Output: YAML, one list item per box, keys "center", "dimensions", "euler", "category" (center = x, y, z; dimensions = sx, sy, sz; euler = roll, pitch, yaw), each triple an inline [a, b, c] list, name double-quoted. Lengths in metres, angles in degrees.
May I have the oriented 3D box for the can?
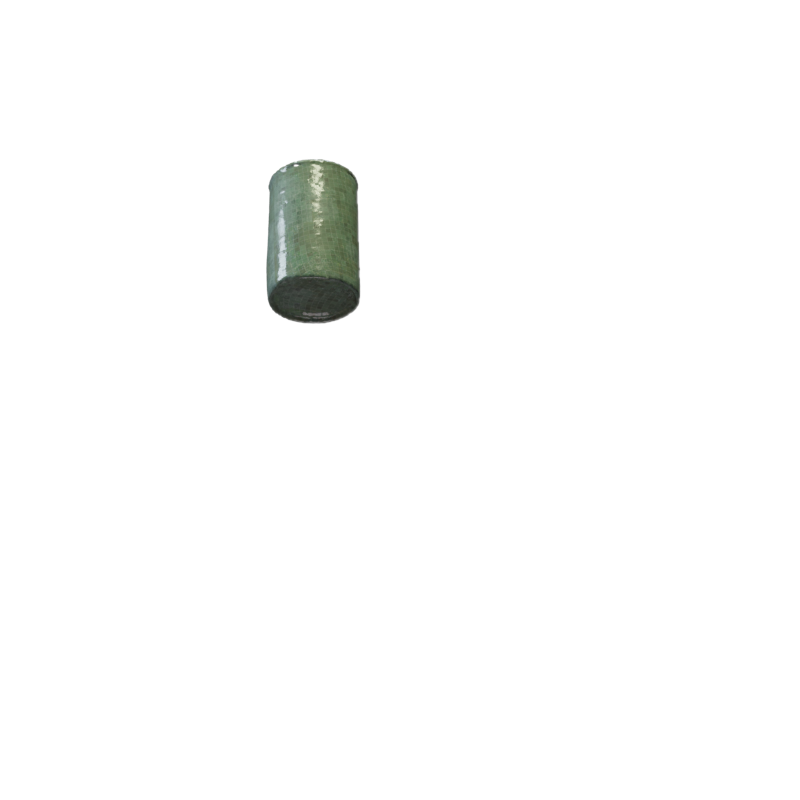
- center: [-0.064, -0.116, 0.811]
  dimensions: [0.068, 0.109, 0.064]
  euler: [-1, -31, -2]
  category: "can"
